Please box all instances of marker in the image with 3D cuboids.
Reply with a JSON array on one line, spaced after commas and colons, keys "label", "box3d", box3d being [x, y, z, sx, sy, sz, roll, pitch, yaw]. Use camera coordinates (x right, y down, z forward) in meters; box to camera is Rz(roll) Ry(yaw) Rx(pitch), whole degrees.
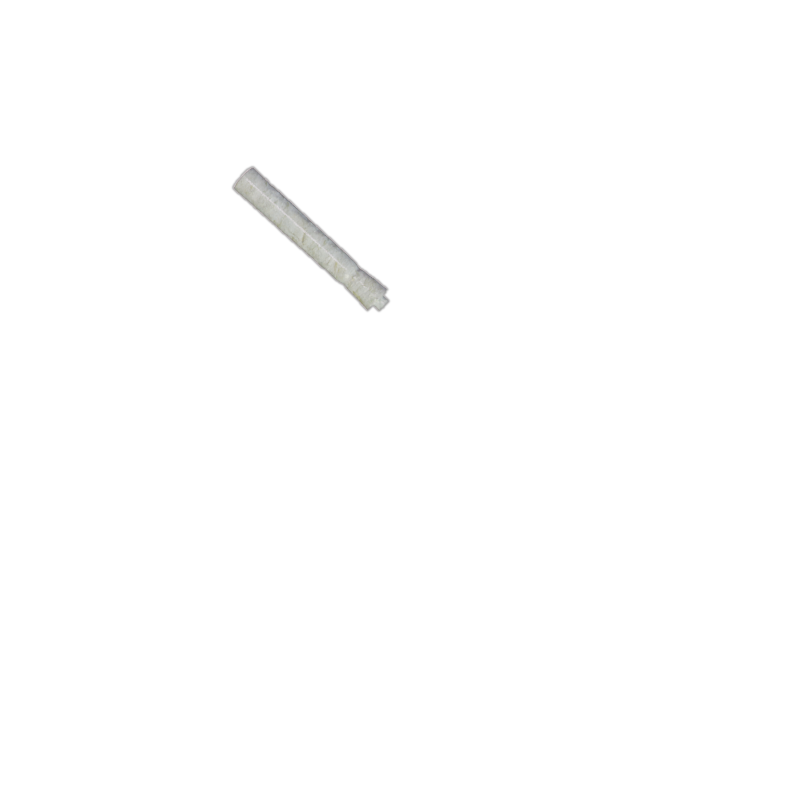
[{"label": "marker", "box3d": [-0.055, -0.100, 0.697, 0.122, 0.020, 0.020, 43, 4, 2]}]
